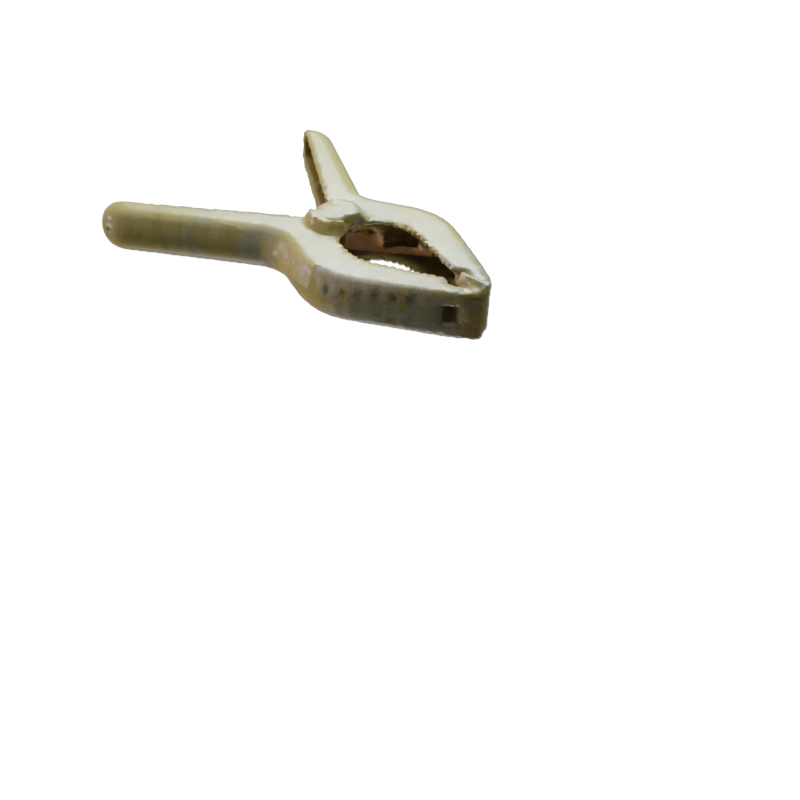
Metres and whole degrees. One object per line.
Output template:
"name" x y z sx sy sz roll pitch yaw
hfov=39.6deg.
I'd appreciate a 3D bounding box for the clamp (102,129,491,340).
"clamp" -0.046 -0.084 0.587 0.163 0.034 0.225 -25 42 -31
